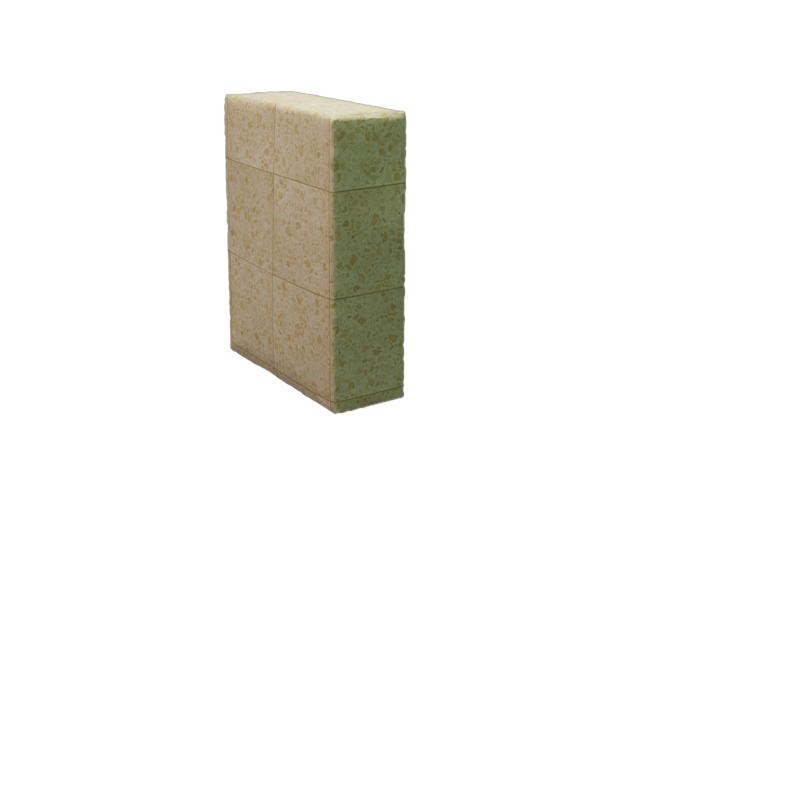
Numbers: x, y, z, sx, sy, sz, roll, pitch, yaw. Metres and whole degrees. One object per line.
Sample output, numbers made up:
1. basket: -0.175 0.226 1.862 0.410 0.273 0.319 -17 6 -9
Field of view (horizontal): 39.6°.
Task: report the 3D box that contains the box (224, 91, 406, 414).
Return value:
1. box: -0.066 -0.120 0.839 0.070 0.206 0.174 -9 20 -32
